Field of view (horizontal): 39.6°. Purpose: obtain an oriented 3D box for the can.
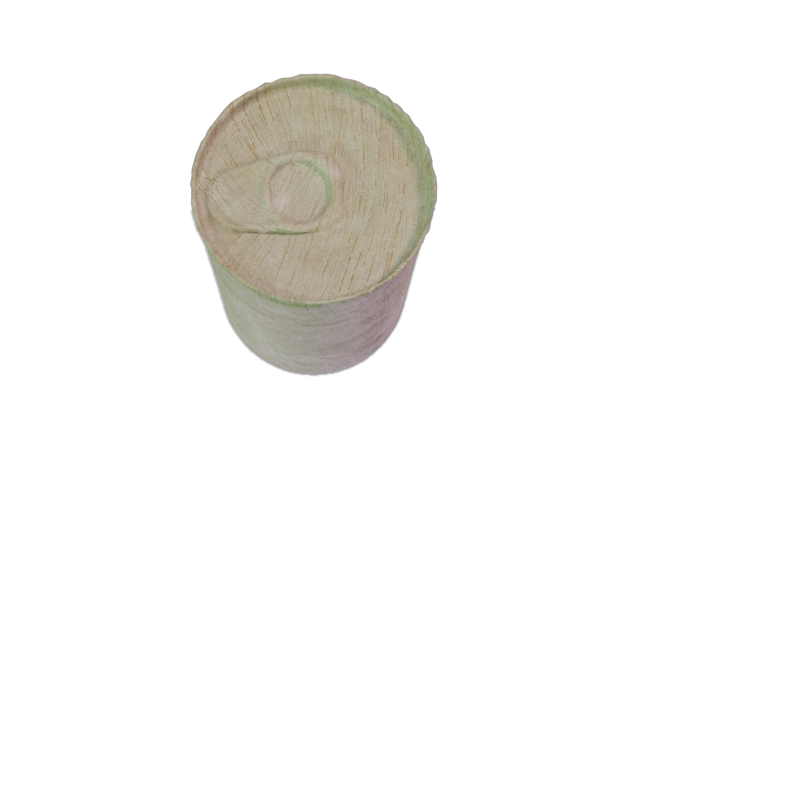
[{"bbox_3d":[-0.027,-0.050,0.351,0.068,0.071,0.099,0,-13,-3],"label":"can"}]
